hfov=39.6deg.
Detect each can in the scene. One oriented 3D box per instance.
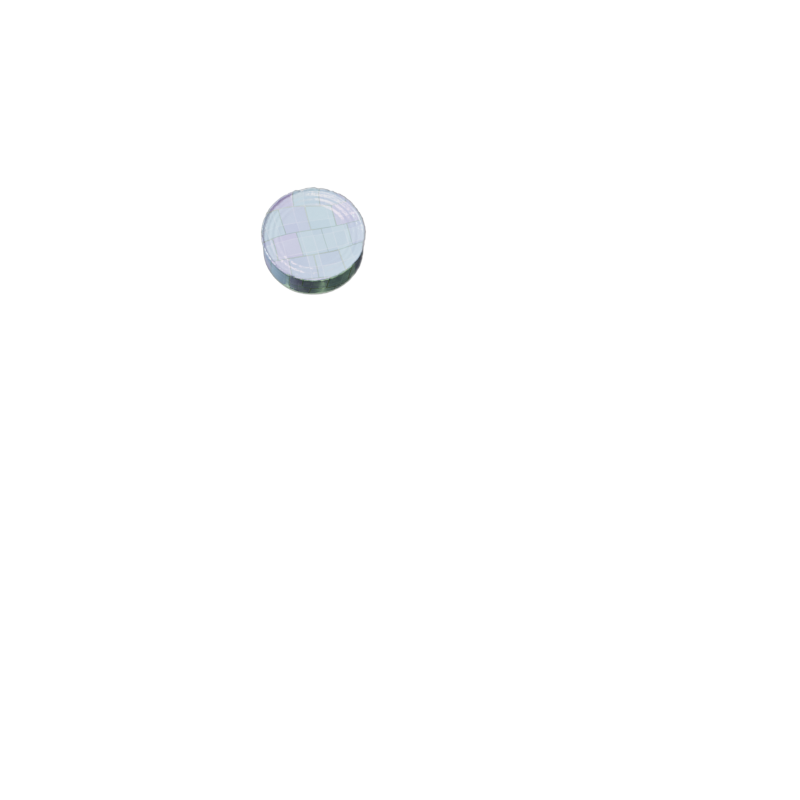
[{"bbox_3d":[-0.072,-0.131,0.920,0.086,0.091,0.032,-1,-25,-1],"label":"can"}]
